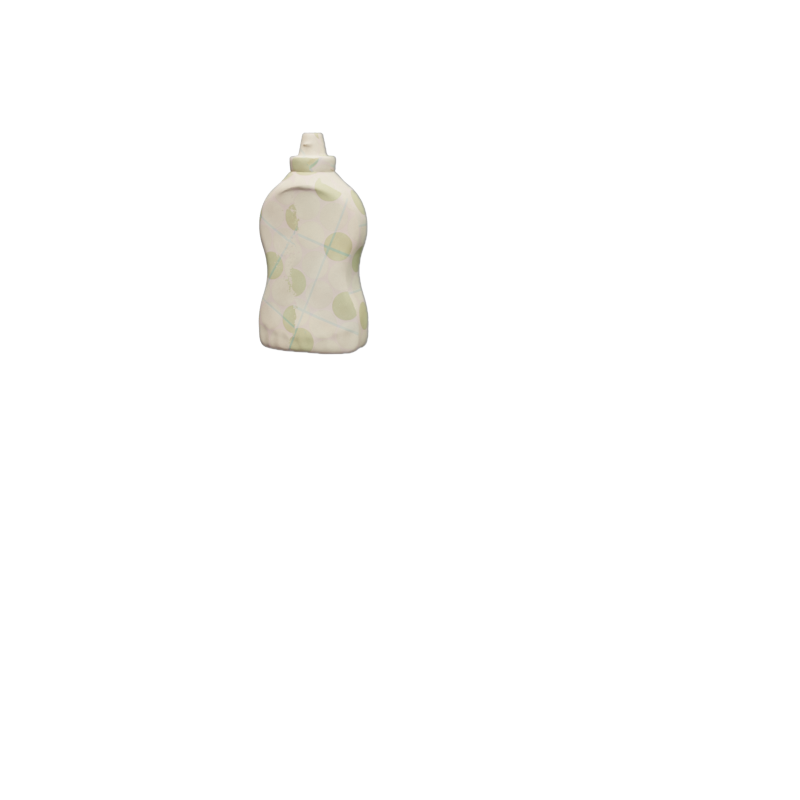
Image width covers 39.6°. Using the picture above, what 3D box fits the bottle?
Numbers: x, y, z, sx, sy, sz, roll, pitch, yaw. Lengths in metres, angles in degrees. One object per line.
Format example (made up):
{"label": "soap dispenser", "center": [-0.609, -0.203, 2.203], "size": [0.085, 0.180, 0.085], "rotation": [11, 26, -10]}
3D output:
{"label": "bottle", "center": [-0.077, -0.140, 0.979], "size": [0.099, 0.189, 0.057], "rotation": [3, 7, 21]}
